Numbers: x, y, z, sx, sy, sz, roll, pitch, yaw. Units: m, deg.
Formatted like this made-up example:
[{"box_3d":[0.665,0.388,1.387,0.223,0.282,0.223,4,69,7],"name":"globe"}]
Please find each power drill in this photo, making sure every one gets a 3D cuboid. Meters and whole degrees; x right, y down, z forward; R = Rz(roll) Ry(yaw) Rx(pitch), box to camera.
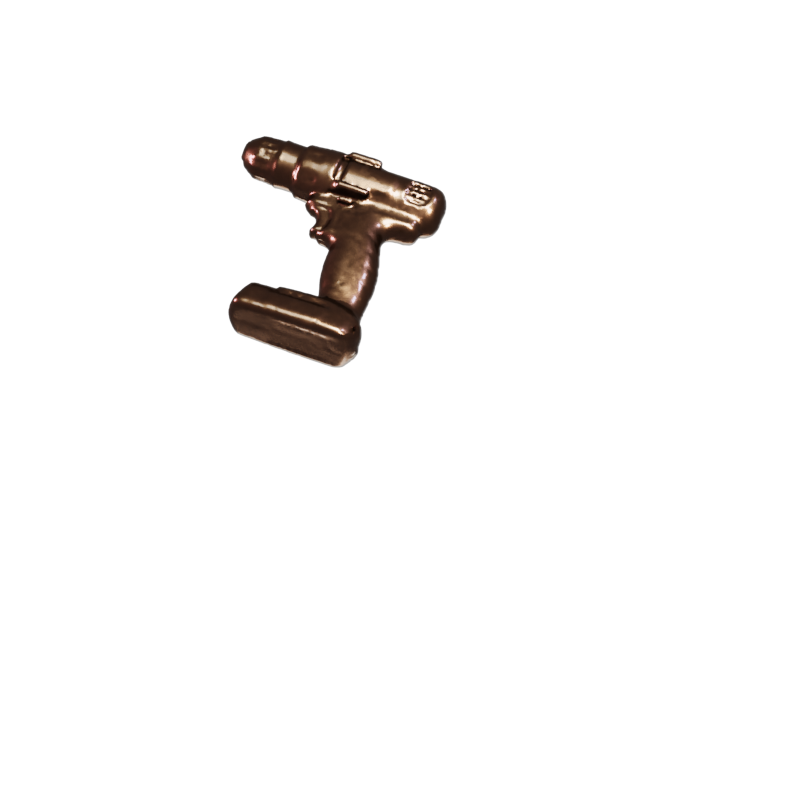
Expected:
[{"box_3d":[-0.072,-0.131,0.921,0.189,0.196,0.054,17,-31,10],"name":"power drill"}]
